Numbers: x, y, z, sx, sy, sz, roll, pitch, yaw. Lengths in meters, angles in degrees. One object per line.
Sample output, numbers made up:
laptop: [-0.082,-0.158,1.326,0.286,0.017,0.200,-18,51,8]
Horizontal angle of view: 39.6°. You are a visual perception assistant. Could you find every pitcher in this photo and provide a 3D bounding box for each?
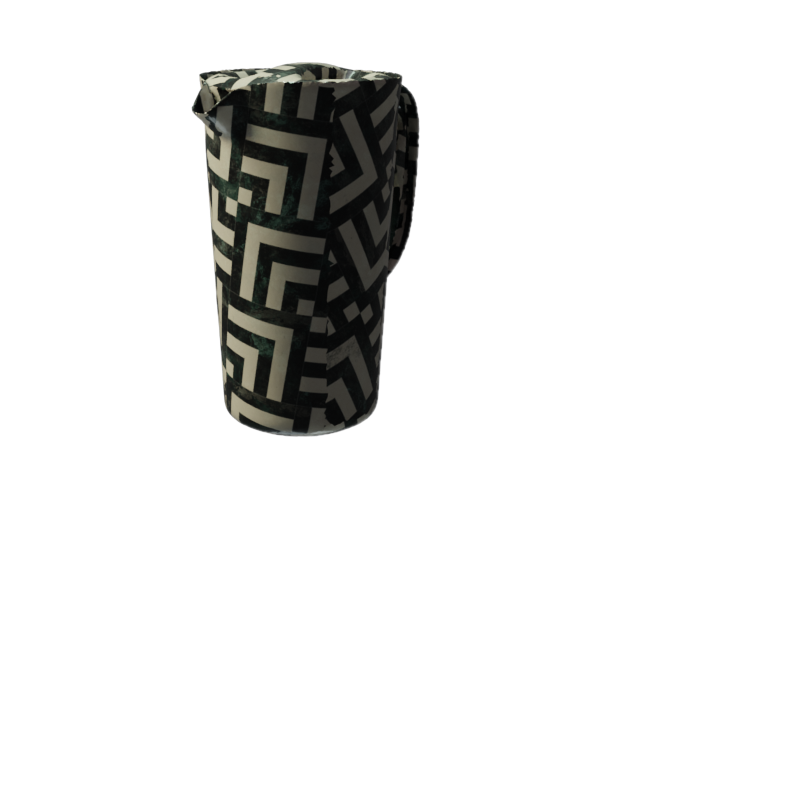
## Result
pitcher: [-0.059,-0.108,0.759,0.149,0.235,0.150,1,15,-1]
